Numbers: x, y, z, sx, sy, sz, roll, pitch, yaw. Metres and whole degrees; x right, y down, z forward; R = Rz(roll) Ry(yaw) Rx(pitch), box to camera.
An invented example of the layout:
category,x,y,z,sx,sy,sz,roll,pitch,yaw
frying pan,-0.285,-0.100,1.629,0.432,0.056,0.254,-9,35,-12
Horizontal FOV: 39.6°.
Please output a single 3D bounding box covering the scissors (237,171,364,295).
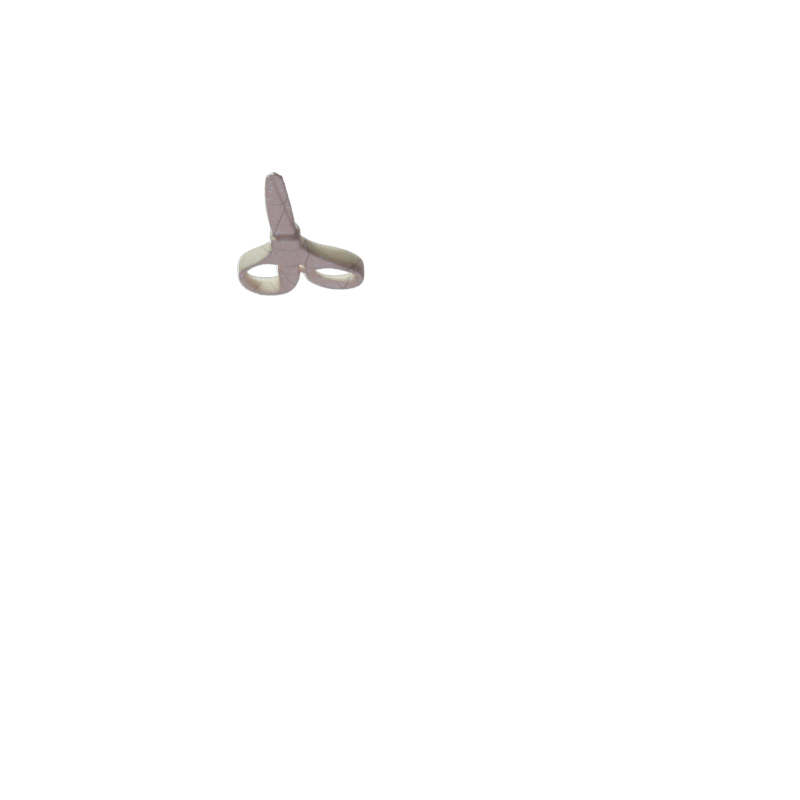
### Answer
category,x,y,z,sx,sy,sz,roll,pitch,yaw
scissors,-0.055,-0.100,0.704,0.094,0.016,0.198,3,-13,-16
